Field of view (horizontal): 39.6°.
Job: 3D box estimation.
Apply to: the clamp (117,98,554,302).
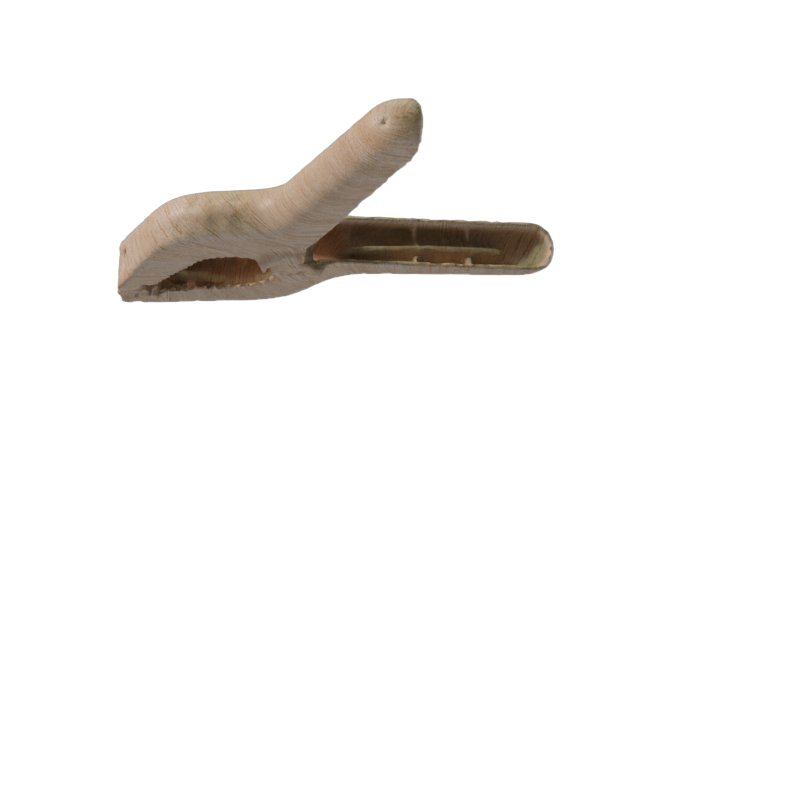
[{"bbox_3d":[-0.041,-0.075,0.524,0.214,0.038,0.154,-10,-19,33],"label":"clamp"}]
